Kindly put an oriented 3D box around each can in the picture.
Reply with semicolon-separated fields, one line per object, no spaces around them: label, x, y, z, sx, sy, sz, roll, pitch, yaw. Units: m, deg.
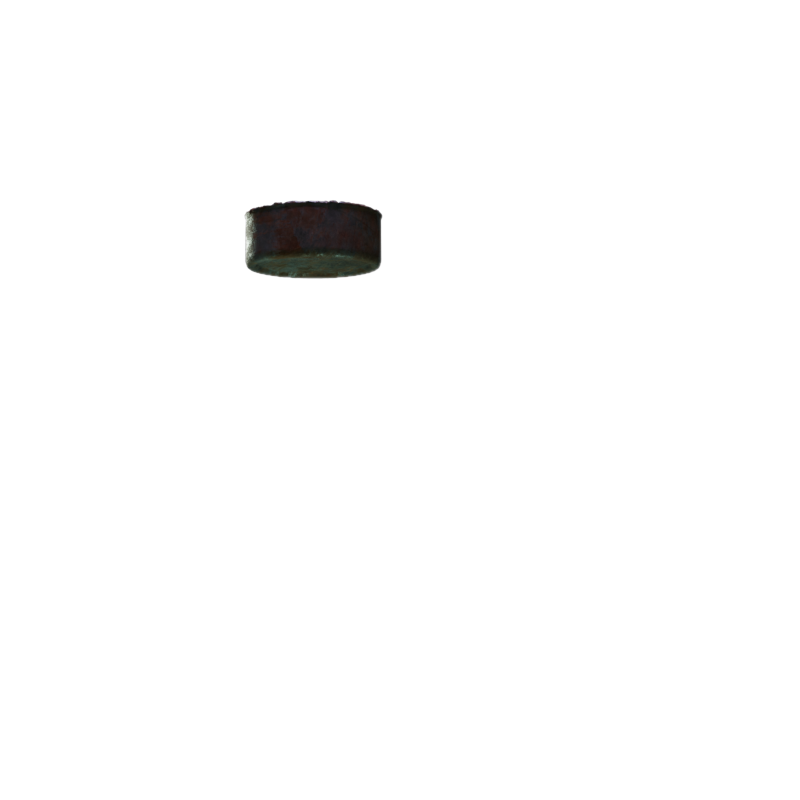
can;-0.054;-0.098;0.688;0.086;0.034;0.084;0;-4;-2
